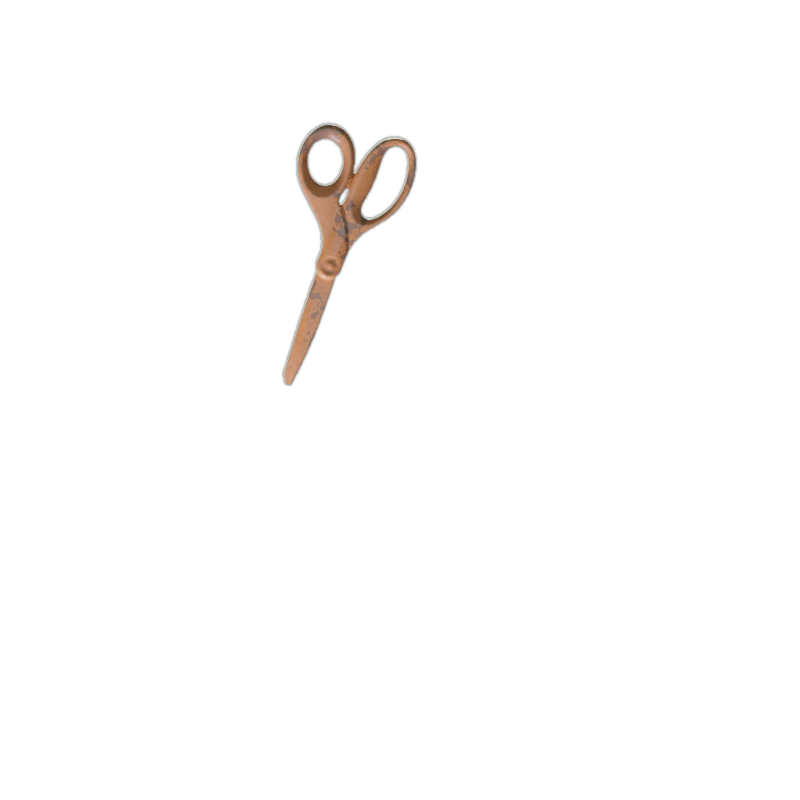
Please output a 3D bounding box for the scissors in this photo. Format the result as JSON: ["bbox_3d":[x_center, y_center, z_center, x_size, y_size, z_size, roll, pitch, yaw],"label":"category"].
[{"bbox_3d":[-0.065,-0.118,0.826,0.095,0.200,0.016,35,5,-4],"label":"scissors"}]
